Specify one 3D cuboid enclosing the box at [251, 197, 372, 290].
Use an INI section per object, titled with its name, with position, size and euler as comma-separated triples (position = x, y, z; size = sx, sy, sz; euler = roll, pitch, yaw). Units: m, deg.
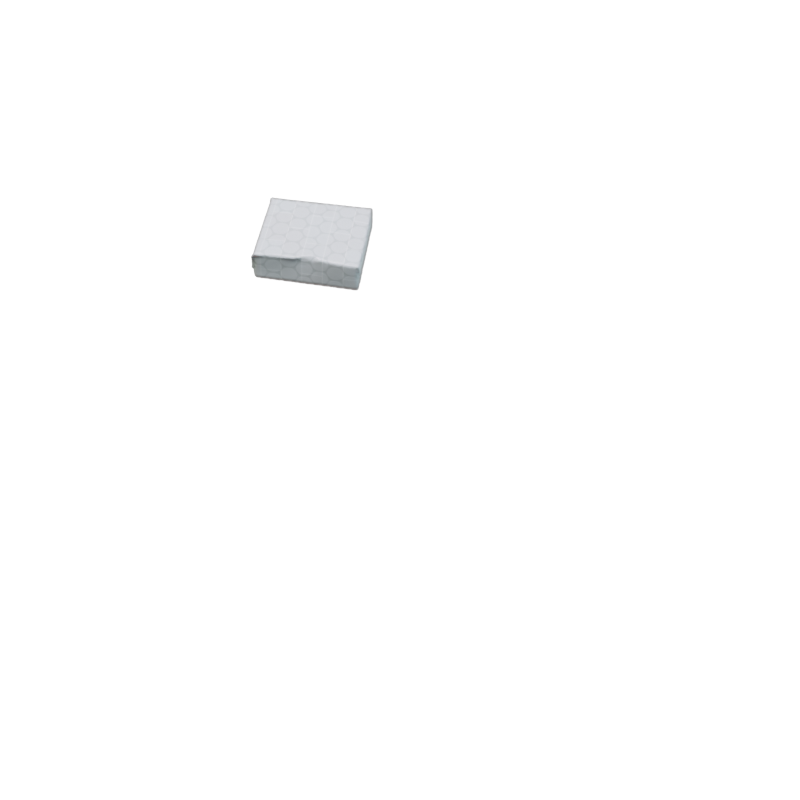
[box]
position = -0.072, -0.131, 0.915
size = 0.090, 0.078, 0.028
euler = 7, -43, 6
